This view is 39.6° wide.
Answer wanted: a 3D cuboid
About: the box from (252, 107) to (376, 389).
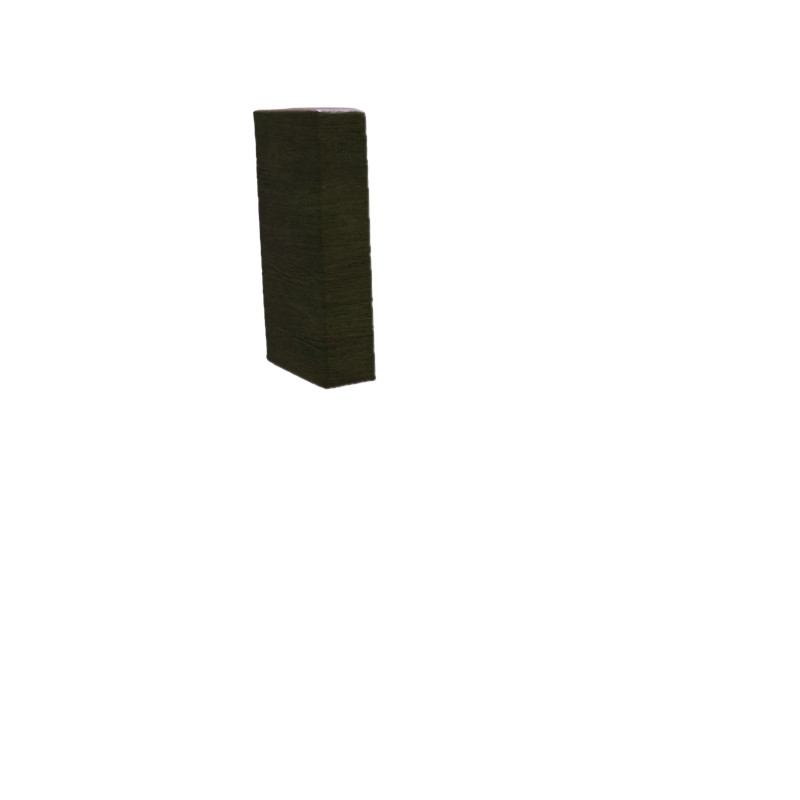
[{"bbox_3d":[-0.057,-0.105,0.733,0.047,0.173,0.098,-4,10,-30],"label":"box"}]
